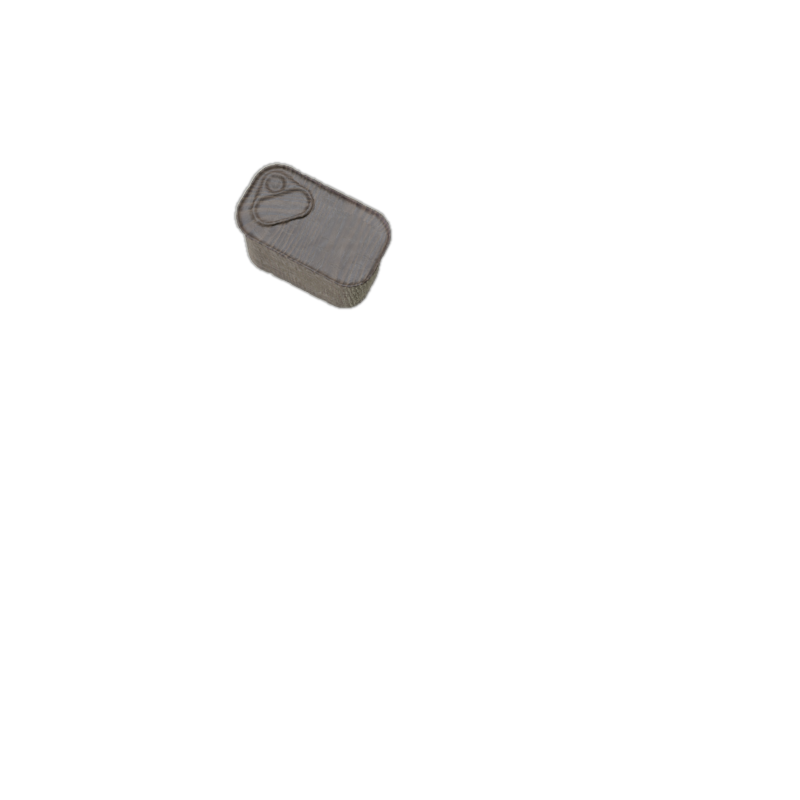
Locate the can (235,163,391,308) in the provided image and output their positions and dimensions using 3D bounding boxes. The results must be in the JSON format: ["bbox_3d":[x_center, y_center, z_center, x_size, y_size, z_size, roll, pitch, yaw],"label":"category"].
[{"bbox_3d":[-0.060,-0.110,0.769,0.103,0.059,0.081,28,-11,5],"label":"can"}]
